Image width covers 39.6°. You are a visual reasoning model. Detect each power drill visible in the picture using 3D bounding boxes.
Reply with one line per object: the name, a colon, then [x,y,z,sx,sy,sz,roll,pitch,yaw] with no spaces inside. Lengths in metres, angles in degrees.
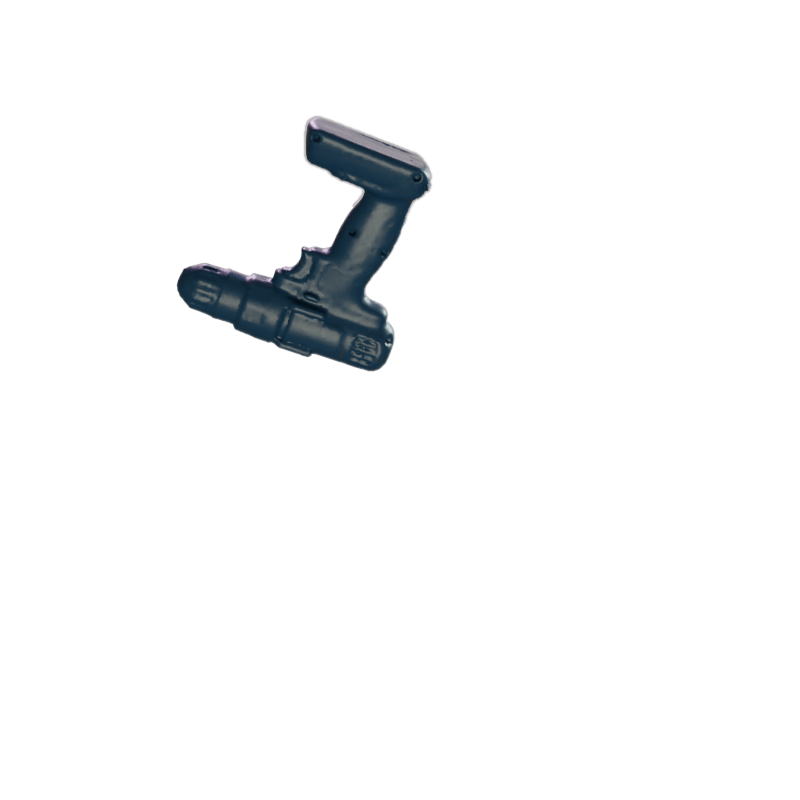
power drill: [-0.070,-0.127,0.891,0.182,0.181,0.060,19,21,-8]
